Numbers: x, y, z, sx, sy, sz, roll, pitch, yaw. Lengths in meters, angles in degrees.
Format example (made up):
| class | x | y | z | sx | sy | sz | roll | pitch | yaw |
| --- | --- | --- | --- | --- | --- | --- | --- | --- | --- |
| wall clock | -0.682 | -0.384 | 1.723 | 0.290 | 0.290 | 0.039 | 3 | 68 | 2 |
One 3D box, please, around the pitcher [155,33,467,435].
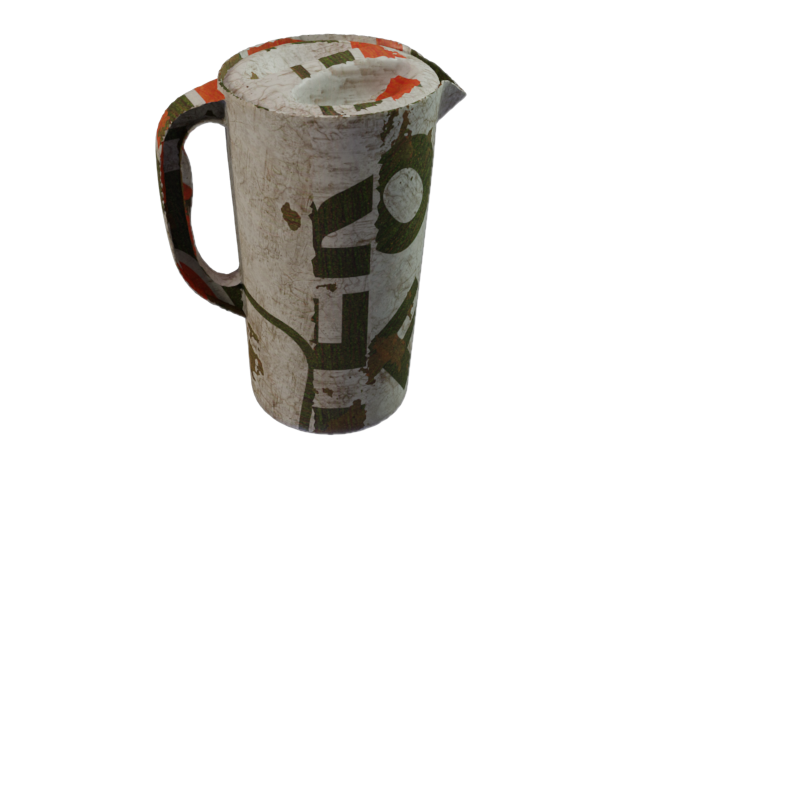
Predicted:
| class | x | y | z | sx | sy | sz | roll | pitch | yaw |
| --- | --- | --- | --- | --- | --- | --- | --- | --- | --- |
| pitcher | -0.055 | -0.101 | 0.706 | 0.156 | 0.228 | 0.147 | 19 | 36 | 24 |
